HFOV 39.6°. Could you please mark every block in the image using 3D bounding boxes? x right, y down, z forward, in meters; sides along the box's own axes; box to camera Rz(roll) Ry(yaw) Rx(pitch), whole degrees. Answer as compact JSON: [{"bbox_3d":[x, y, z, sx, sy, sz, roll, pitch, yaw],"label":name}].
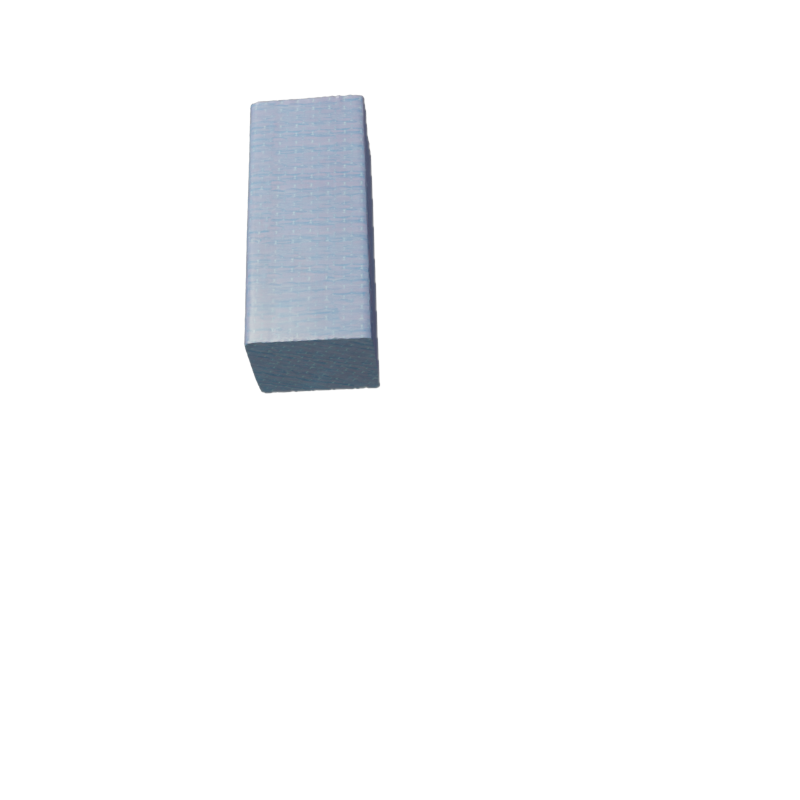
[{"bbox_3d":[-0.066,-0.120,0.837,0.091,0.219,0.084,-4,-28,3],"label":"block"}]
